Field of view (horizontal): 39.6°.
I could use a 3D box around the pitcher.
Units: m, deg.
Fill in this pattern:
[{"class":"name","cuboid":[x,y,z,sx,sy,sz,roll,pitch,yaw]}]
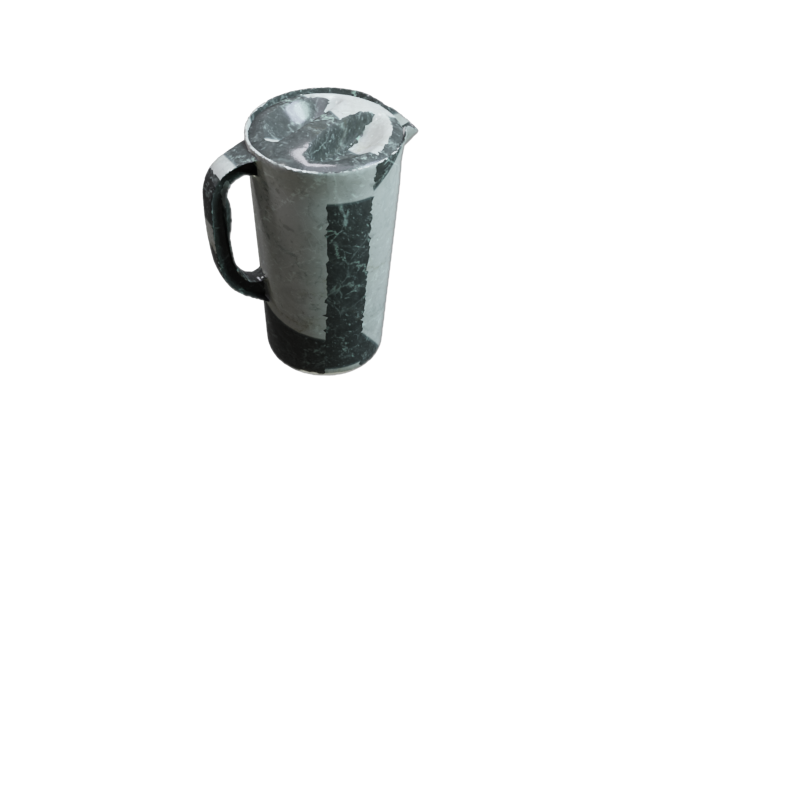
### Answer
[{"class":"pitcher","cuboid":[-0.076,-0.138,0.970,0.153,0.227,0.151,14,42,13]}]
